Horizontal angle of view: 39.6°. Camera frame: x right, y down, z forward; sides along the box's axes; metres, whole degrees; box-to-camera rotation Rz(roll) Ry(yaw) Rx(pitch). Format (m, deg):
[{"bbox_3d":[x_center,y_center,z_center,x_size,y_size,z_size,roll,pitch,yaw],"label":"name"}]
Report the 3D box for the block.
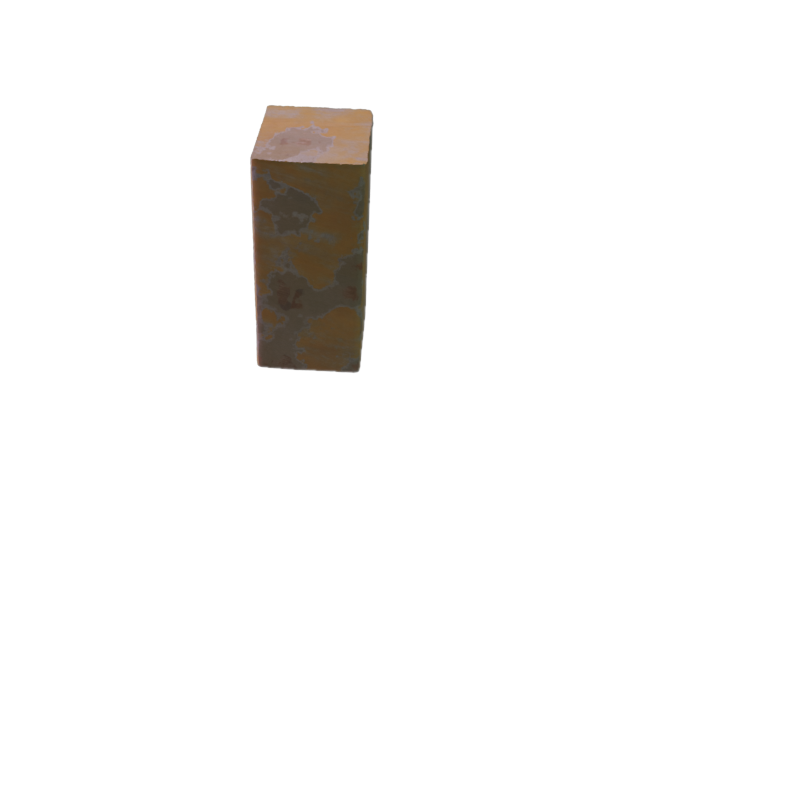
[{"bbox_3d":[-0.072,-0.131,0.922,0.091,0.193,0.096,4,37,2],"label":"block"}]
